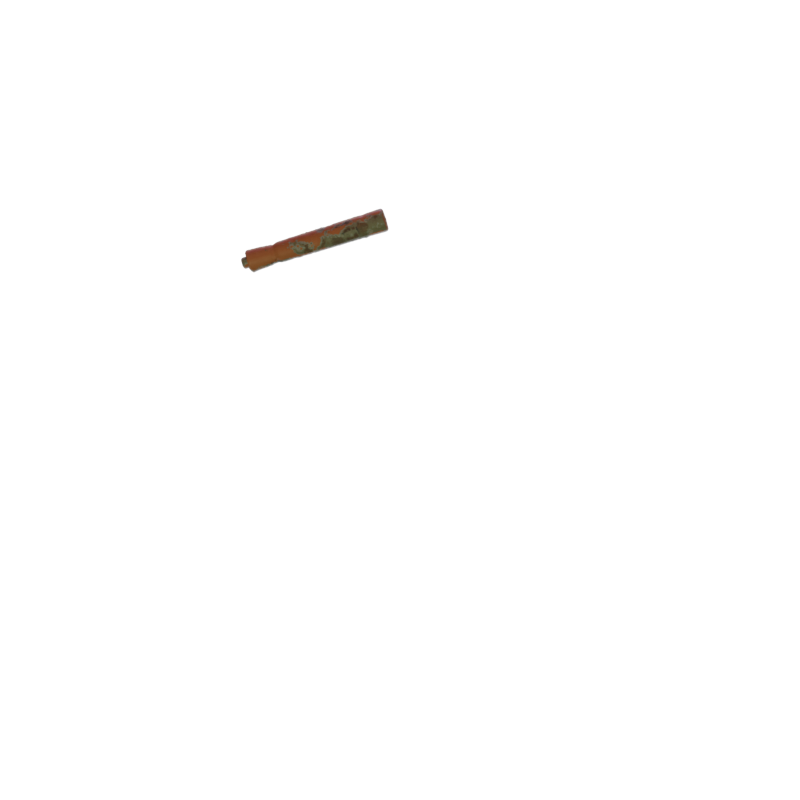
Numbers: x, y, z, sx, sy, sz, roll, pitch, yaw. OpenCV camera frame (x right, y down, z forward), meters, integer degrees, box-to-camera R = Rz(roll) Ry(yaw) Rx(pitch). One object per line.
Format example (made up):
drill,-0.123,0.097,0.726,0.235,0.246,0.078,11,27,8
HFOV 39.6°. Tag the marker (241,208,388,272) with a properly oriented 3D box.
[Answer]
marker,-0.070,-0.127,0.890,0.121,0.020,0.020,-16,2,9
